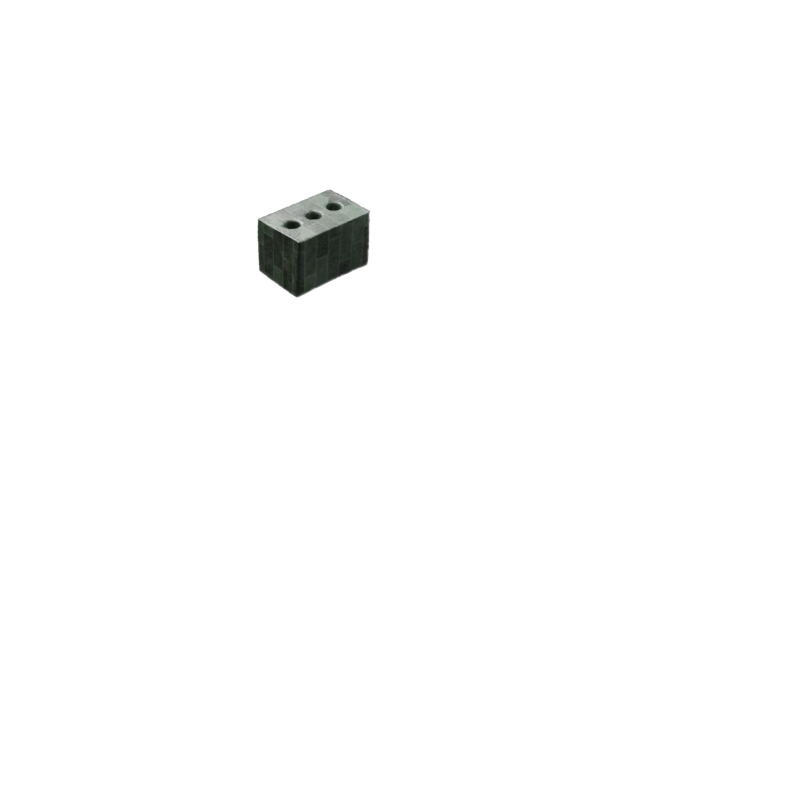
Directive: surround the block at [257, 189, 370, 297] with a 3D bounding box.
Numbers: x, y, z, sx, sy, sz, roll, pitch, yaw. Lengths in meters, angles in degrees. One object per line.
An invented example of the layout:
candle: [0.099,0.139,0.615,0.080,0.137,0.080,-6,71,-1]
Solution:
block: [-0.070,-0.128,0.895,0.078,0.048,0.056,-29,46,-34]
